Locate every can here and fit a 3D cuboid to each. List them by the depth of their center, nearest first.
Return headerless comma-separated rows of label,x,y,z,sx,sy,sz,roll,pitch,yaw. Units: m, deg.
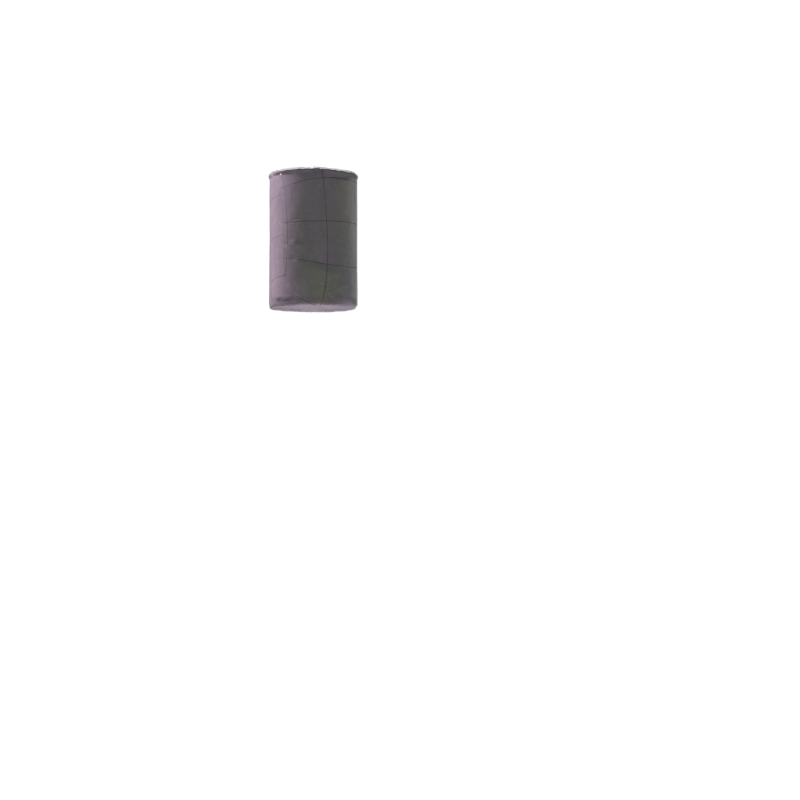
can,-0.065,-0.119,0.835,0.068,0.104,0.068,0,-5,-2
